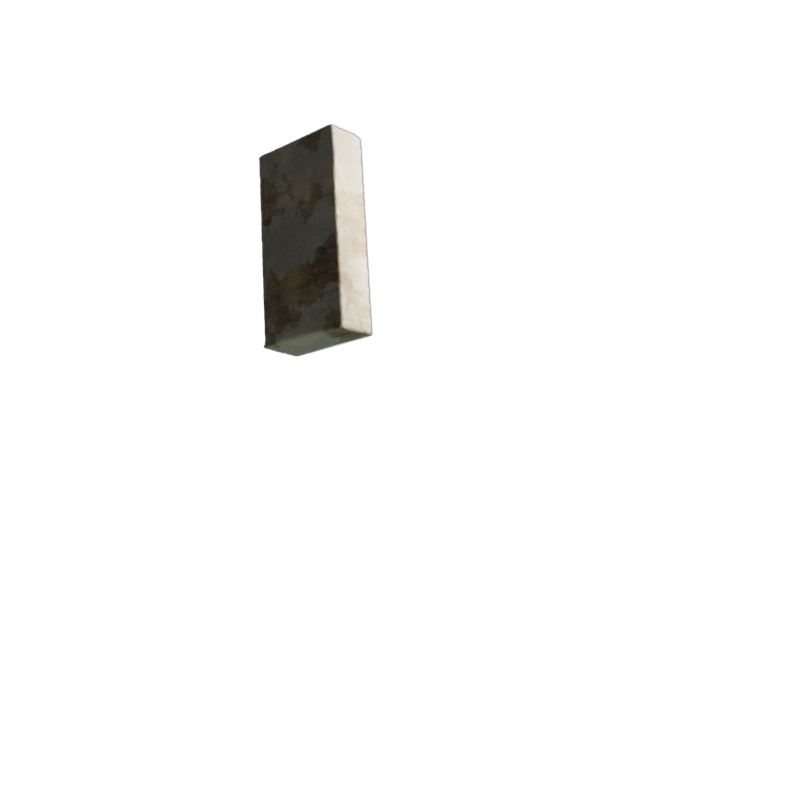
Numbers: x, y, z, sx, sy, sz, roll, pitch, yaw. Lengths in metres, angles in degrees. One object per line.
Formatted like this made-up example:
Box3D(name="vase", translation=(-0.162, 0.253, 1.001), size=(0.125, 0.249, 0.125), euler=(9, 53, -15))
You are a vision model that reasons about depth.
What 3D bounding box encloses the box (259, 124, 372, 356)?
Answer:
Box3D(name="box", translation=(-0.072, -0.133, 0.929), size=(0.095, 0.184, 0.045), euler=(-17, -25, 40))
